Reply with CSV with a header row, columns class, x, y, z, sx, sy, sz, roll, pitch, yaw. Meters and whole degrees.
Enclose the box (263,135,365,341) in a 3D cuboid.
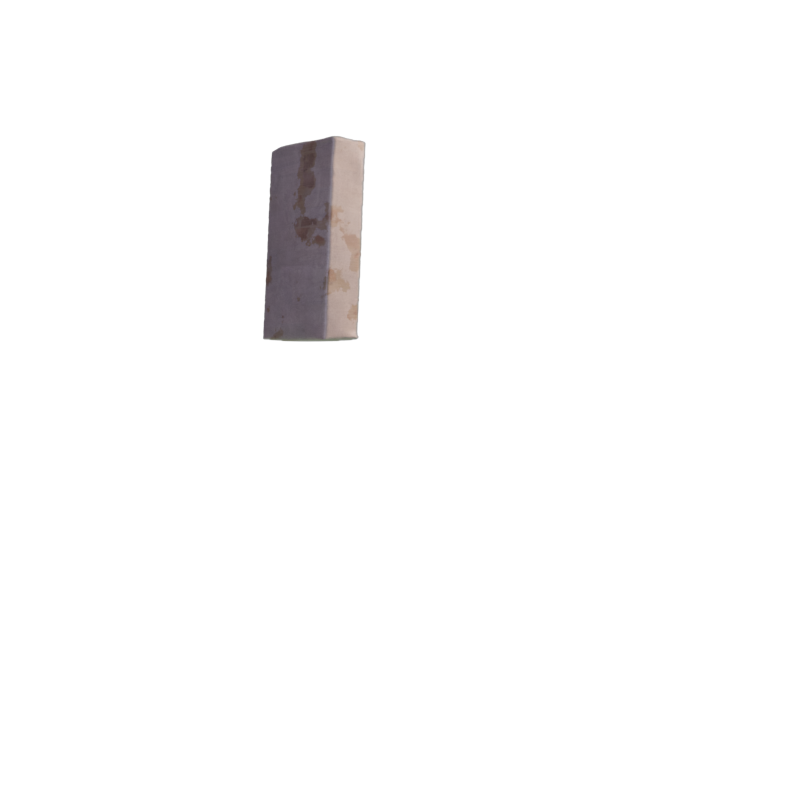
class,x,y,z,sx,sy,sz,roll,pitch,yaw
box,-0.077,-0.141,0.984,0.046,0.178,0.096,4,-5,-41
